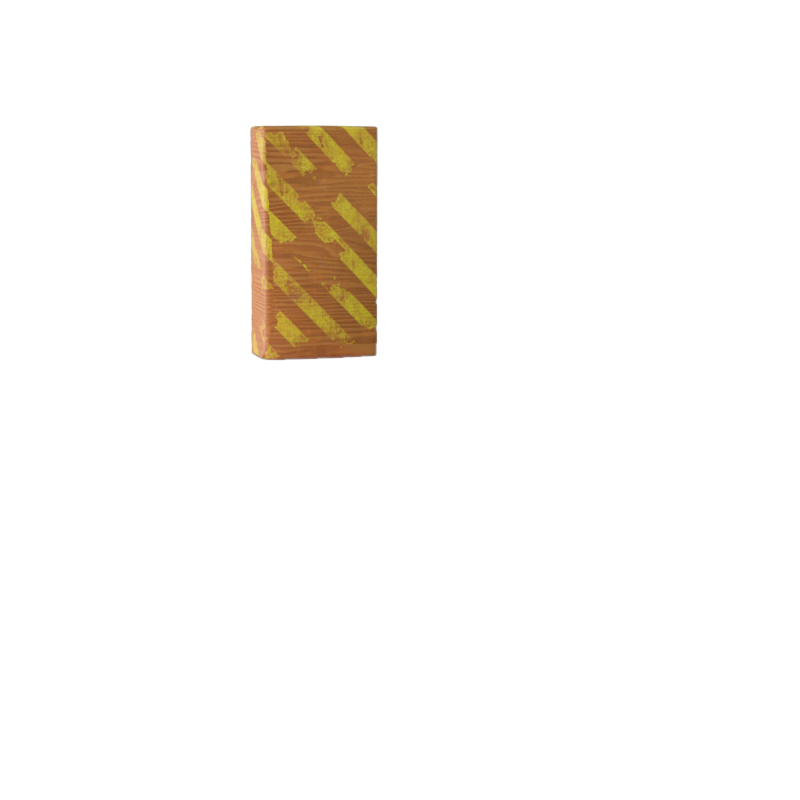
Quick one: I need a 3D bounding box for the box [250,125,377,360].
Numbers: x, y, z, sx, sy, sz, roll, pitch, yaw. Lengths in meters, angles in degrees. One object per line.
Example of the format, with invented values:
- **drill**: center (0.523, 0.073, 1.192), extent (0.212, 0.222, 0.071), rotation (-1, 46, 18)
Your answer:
- **box**: center (-0.066, -0.121, 0.846), extent (0.091, 0.175, 0.049), rotation (-1, 4, -19)
